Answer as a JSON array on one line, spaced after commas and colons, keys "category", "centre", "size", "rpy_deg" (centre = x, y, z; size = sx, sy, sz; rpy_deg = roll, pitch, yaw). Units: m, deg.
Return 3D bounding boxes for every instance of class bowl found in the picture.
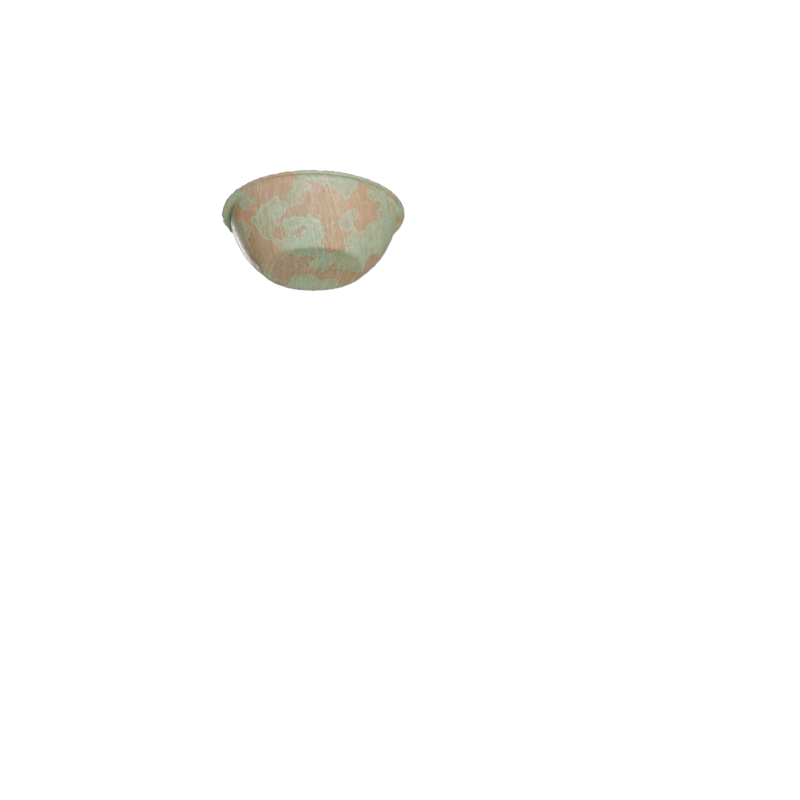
[{"category": "bowl", "centre": [-0.076, -0.139, 0.970], "size": [0.162, 0.058, 0.154], "rpy_deg": [1, -21, -2]}]
